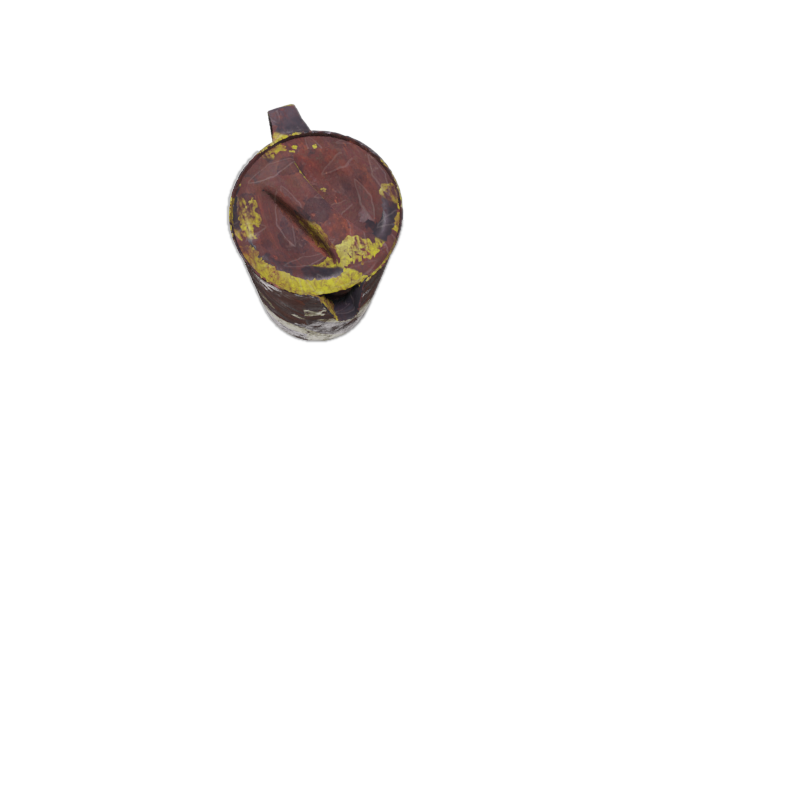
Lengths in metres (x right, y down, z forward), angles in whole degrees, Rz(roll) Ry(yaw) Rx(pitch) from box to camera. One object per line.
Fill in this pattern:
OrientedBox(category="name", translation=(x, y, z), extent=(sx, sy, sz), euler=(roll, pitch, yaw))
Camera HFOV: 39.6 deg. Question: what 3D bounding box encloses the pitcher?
OrientedBox(category="pitcher", translation=(-0.075, -0.136, 0.952), extent=(0.147, 0.152, 0.236), euler=(26, -11, 2))
